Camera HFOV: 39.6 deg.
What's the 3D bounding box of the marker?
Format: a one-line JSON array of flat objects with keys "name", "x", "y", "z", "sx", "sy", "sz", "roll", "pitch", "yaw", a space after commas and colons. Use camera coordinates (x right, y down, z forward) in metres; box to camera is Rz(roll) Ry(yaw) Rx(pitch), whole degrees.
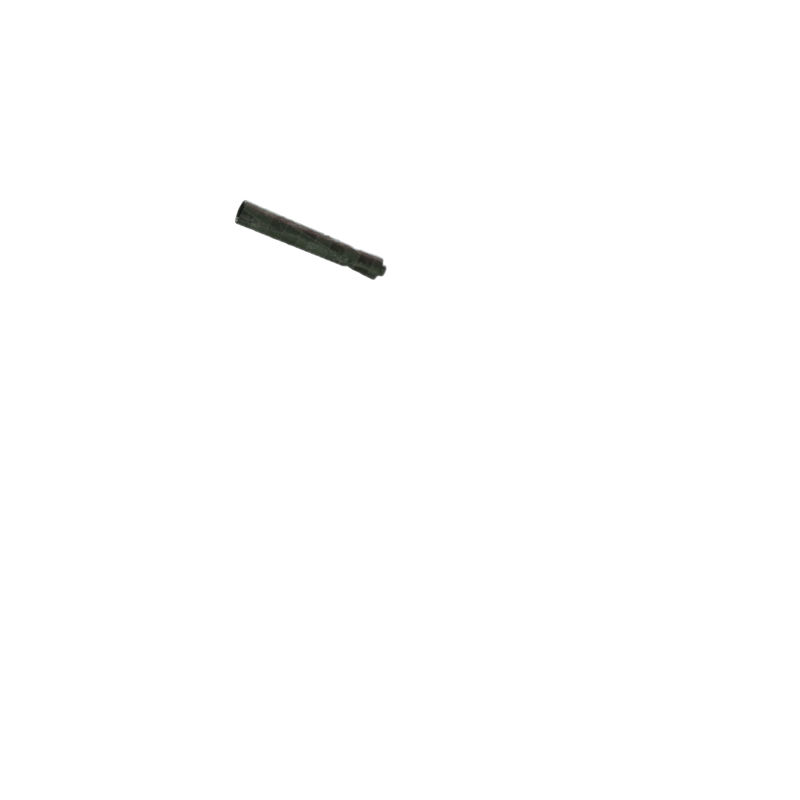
[{"name": "marker", "x": -0.065, "y": -0.118, "z": 0.827, "sx": 0.117, "sy": 0.020, "sz": 0.020, "roll": 21, "pitch": -3, "yaw": -16}]
